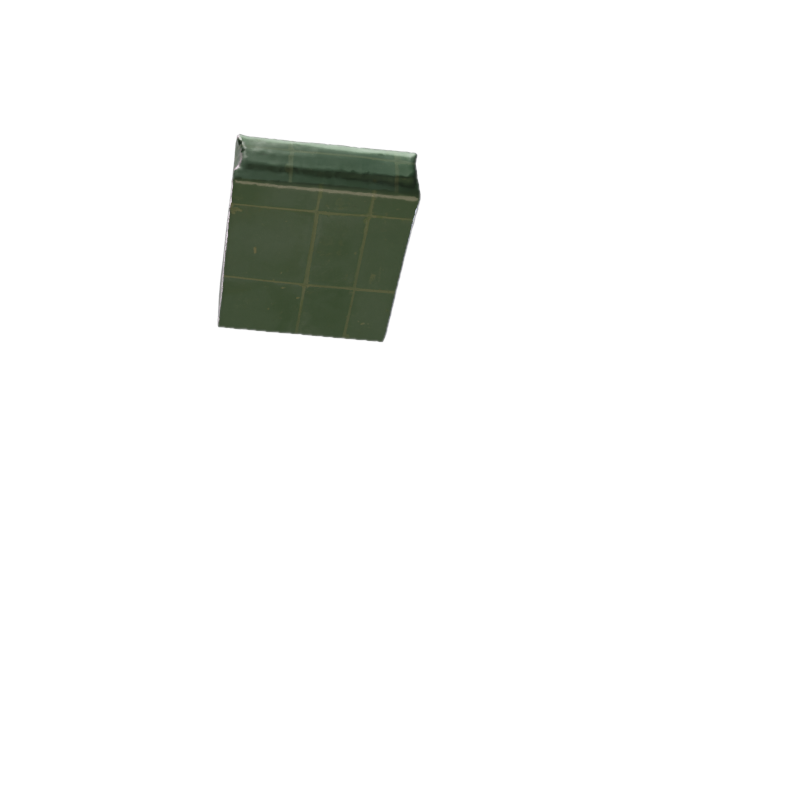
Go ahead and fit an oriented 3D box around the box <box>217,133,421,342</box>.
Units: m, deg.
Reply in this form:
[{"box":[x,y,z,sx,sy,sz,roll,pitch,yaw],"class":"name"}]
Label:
[{"box":[-0.036,-0.065,0.455,0.072,0.032,0.084,6,-42,-7],"class":"box"}]
